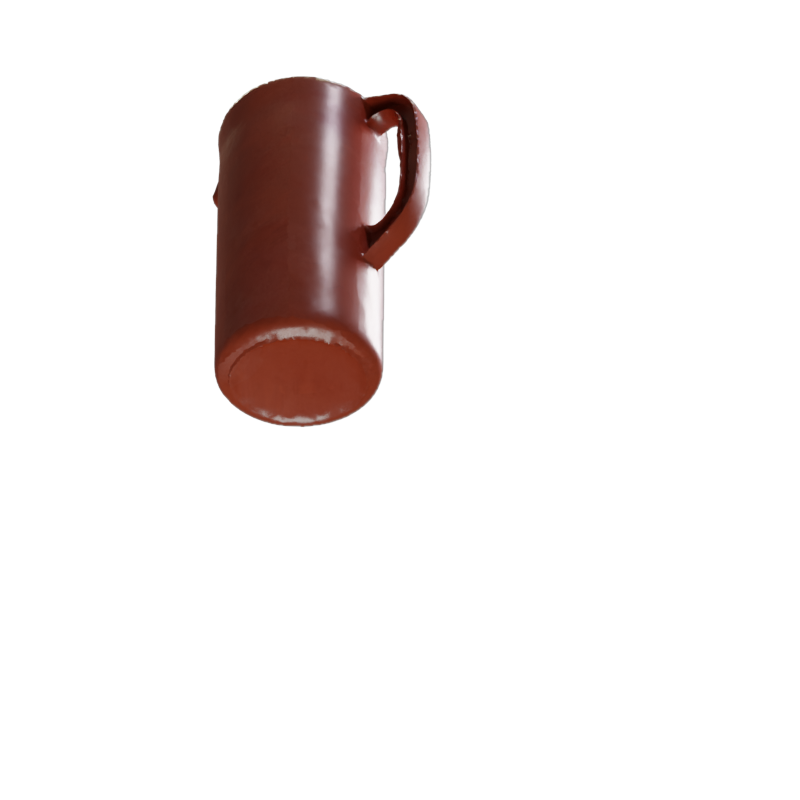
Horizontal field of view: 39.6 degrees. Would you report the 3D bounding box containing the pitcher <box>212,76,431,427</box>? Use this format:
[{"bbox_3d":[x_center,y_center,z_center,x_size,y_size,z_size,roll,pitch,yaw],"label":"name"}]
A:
[{"bbox_3d":[-0.061,-0.111,0.779,0.143,0.261,0.141,7,-43,-11],"label":"pitcher"}]
